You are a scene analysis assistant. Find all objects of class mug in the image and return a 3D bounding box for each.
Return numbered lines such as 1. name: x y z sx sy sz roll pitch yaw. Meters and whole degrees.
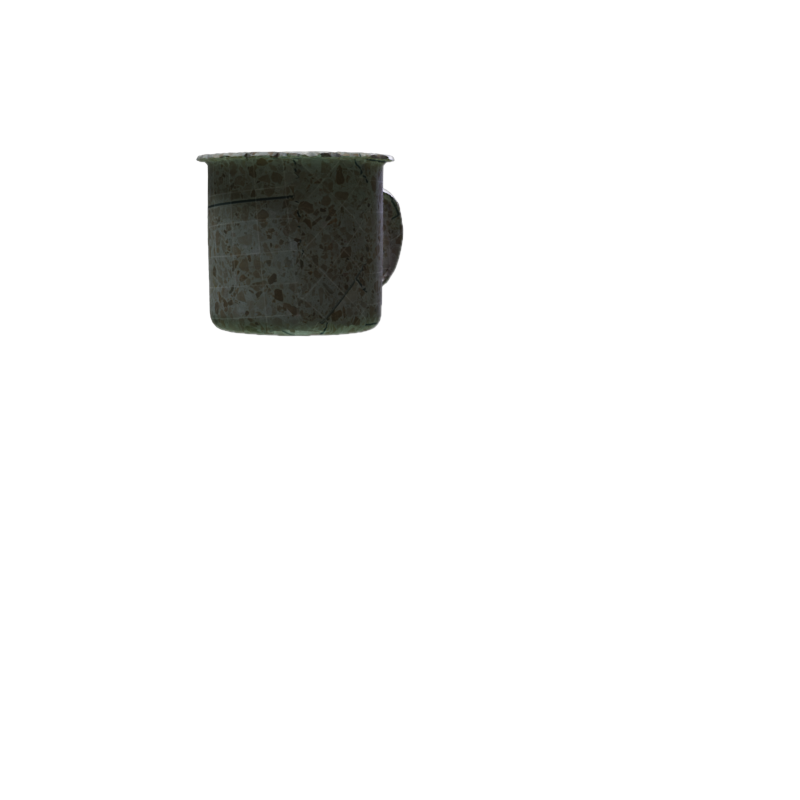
1. mug: -0.042 -0.076 0.532 0.097 0.081 0.113 6 9 41
